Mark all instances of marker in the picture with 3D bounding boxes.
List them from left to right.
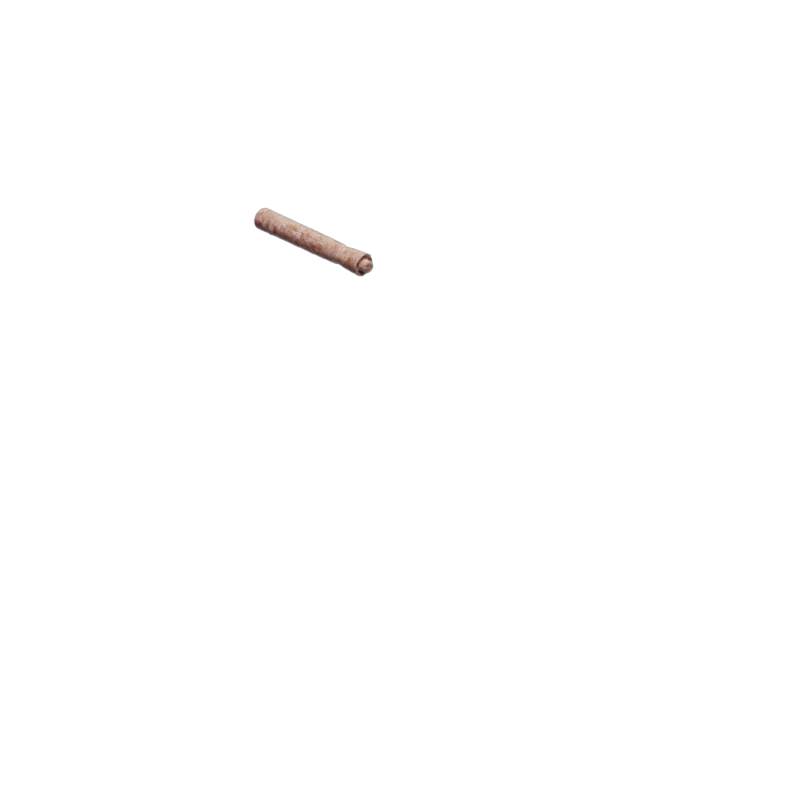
[{"bbox_3d":[-0.068,-0.125,0.873,0.129,0.019,0.019,29,21,37],"label":"marker"}]
